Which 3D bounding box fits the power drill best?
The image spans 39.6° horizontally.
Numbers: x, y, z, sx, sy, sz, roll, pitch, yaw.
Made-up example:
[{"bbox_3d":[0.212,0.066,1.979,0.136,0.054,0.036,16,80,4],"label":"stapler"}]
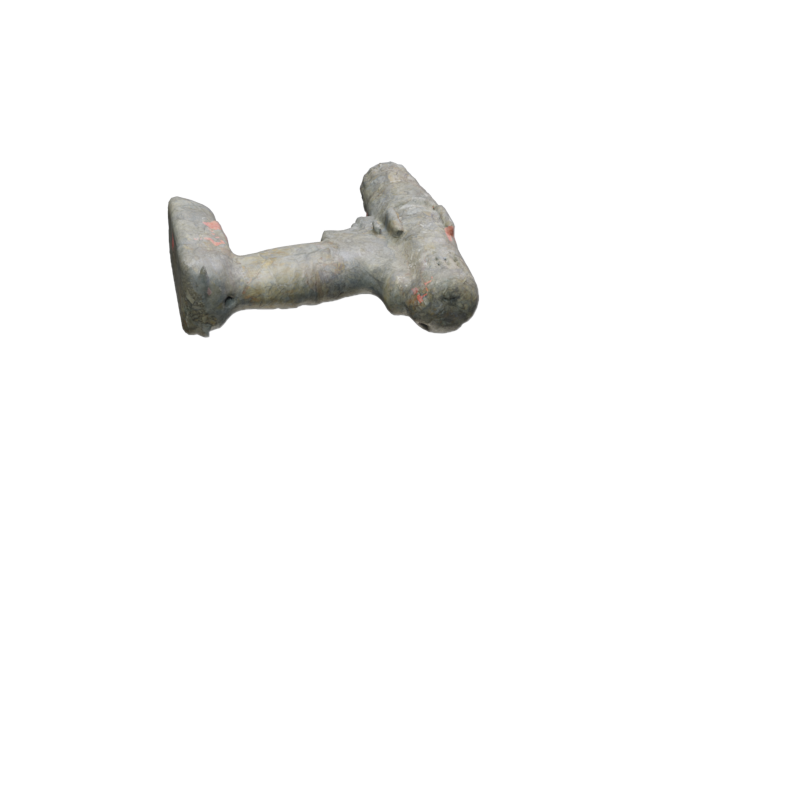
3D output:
[{"bbox_3d":[-0.057,-0.105,0.734,0.185,0.054,0.198,-7,35,-10],"label":"power drill"}]
